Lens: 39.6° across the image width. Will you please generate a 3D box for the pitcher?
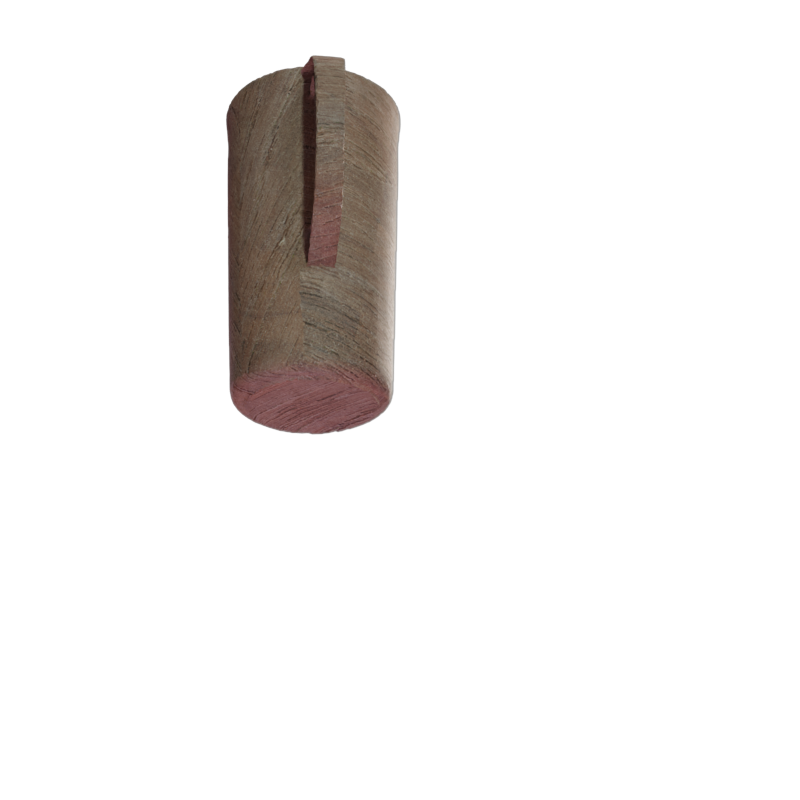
[{"bbox_3d":[-0.061,-0.111,0.777,0.146,0.259,0.139,-20,-34,29],"label":"pitcher"}]
